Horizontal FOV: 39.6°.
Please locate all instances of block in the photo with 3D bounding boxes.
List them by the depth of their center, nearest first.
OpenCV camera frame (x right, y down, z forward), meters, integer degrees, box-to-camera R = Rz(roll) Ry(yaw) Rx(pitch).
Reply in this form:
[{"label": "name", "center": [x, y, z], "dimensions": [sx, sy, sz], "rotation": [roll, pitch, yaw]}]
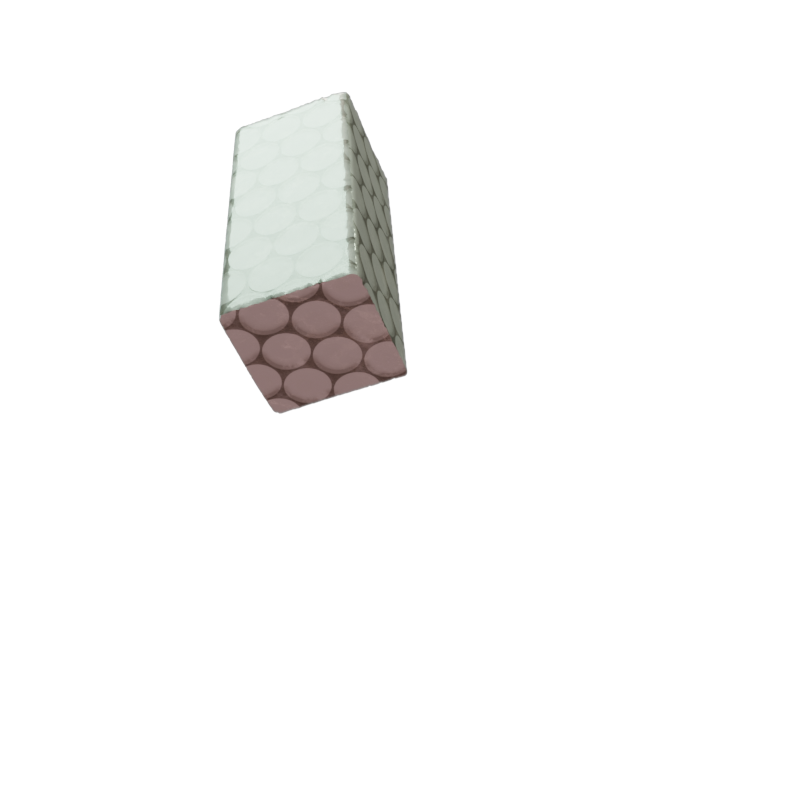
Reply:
[{"label": "block", "center": [-0.058, -0.106, 0.737], "dimensions": [0.091, 0.083, 0.221], "rotation": [-18, 41, 12]}]
